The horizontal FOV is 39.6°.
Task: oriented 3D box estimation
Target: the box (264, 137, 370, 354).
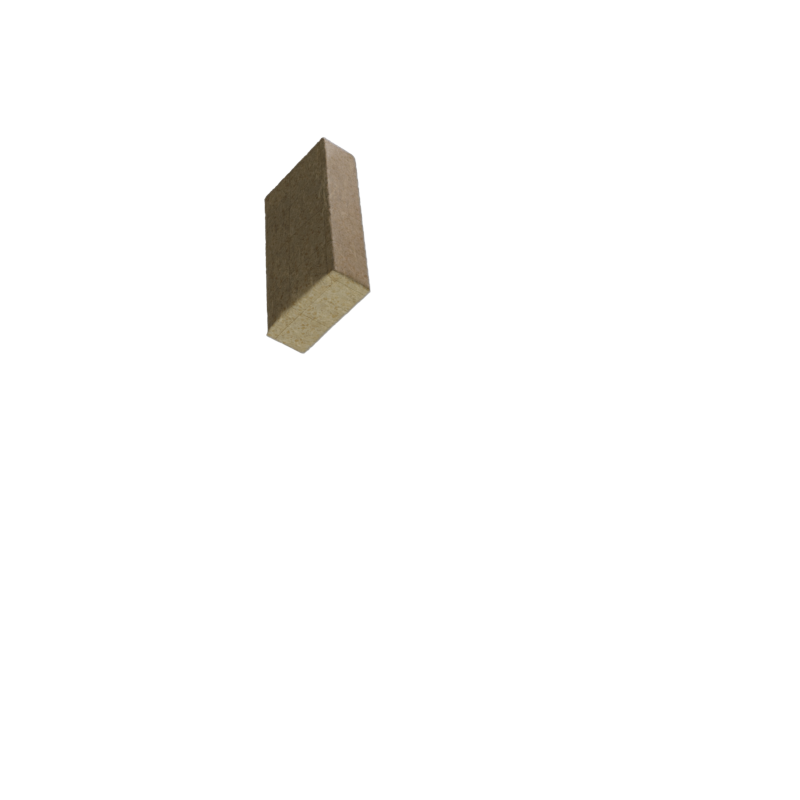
[{"bbox_3d":[-0.074,-0.135,0.948,0.045,0.189,0.092,30,-54,-29],"label":"box"}]
